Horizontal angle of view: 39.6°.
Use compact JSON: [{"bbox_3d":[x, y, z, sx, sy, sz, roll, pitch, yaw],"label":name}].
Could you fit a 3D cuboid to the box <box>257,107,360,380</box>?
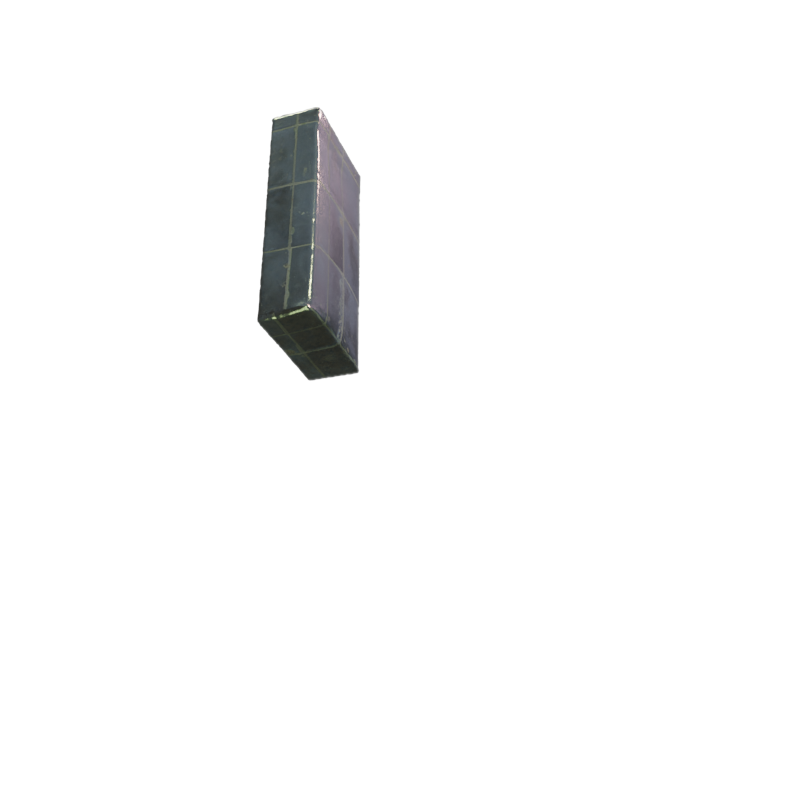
[{"bbox_3d":[-0.063,-0.114,0.801,0.049,0.188,0.086,-13,-34,15],"label":"box"}]
